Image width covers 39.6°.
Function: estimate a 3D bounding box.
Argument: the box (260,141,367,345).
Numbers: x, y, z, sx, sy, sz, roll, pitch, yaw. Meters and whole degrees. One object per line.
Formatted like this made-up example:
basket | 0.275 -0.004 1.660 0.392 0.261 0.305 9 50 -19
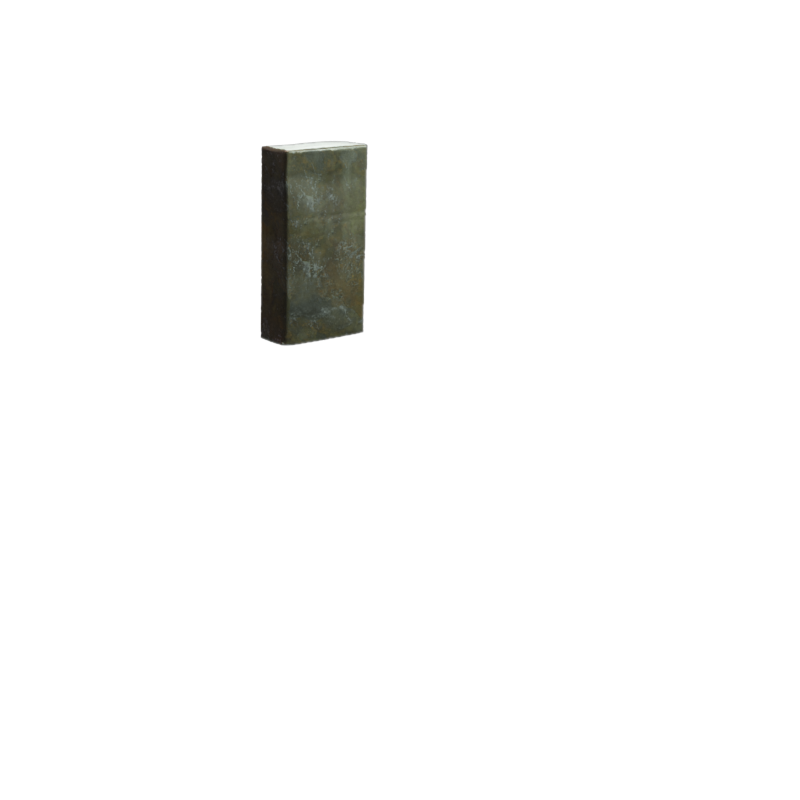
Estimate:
box | -0.078 -0.142 0.995 0.091 0.172 0.051 -8 14 -38
